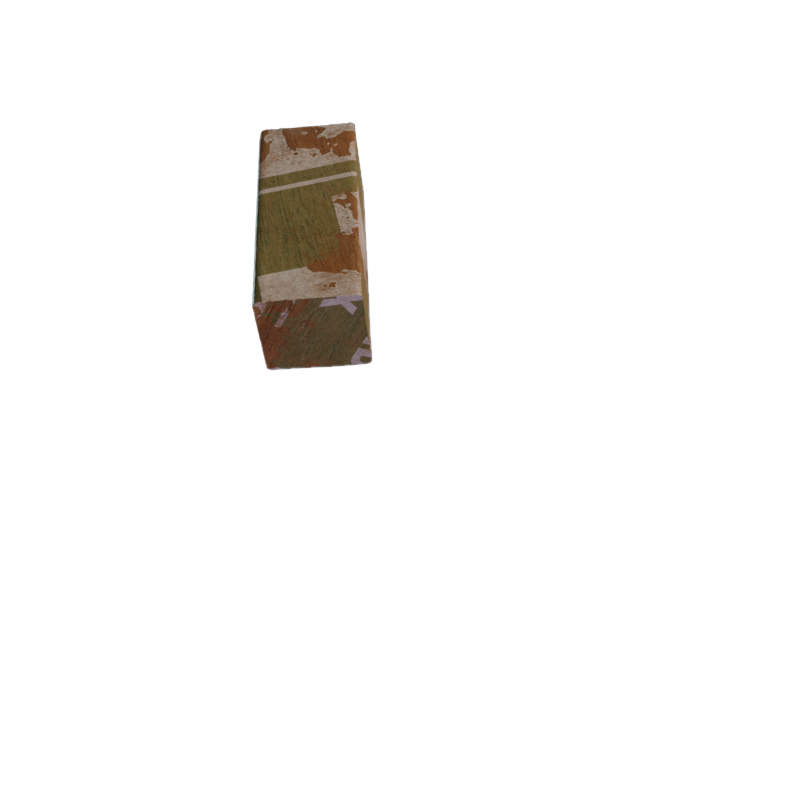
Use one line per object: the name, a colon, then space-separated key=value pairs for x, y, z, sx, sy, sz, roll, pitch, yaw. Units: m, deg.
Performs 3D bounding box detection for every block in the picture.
block: x=-0.076 y=-0.137 z=0.960 sx=0.090 sy=0.221 sz=0.084 roll=-5 pitch=-40 yaw=2
